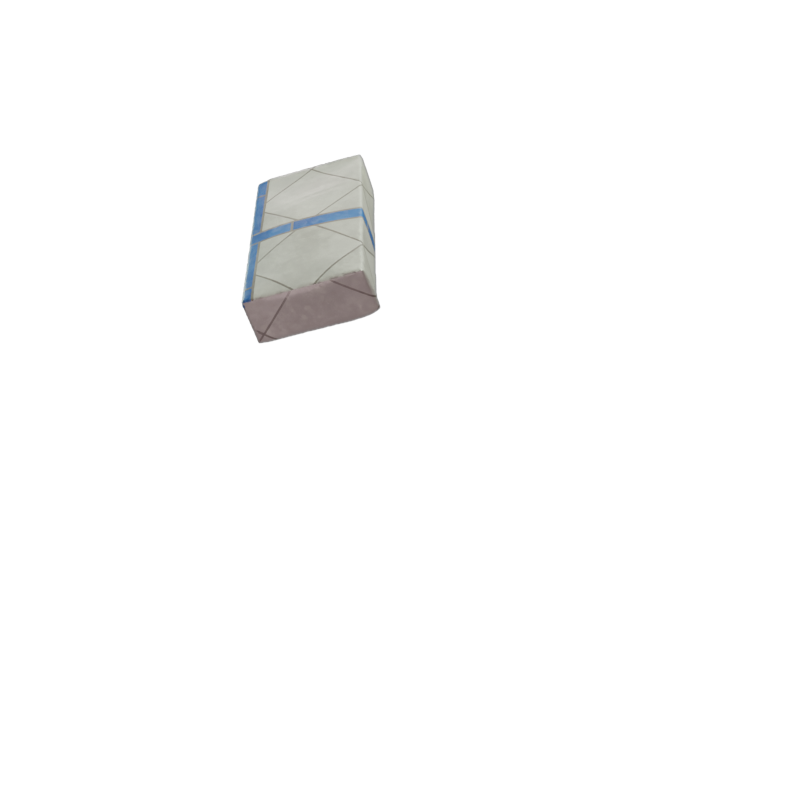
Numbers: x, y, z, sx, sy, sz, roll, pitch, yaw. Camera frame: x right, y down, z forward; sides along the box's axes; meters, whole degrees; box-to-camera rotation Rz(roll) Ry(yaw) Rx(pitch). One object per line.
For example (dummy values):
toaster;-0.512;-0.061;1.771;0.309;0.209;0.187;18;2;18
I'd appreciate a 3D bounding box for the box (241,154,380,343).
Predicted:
box;-0.067;-0.121;0.850;0.094;0.044;0.189;-15;38;8
